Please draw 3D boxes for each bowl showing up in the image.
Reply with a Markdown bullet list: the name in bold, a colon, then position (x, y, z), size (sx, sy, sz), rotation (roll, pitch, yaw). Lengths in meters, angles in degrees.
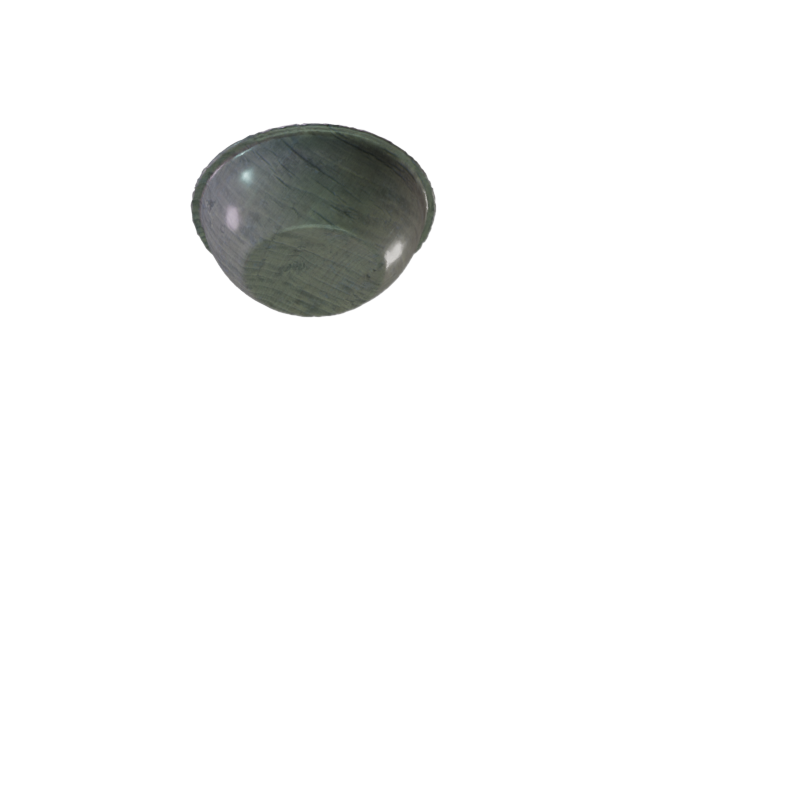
- **bowl**: position (-0.056, -0.102, 0.716), size (0.162, 0.059, 0.151), rotation (1, -37, -2)
